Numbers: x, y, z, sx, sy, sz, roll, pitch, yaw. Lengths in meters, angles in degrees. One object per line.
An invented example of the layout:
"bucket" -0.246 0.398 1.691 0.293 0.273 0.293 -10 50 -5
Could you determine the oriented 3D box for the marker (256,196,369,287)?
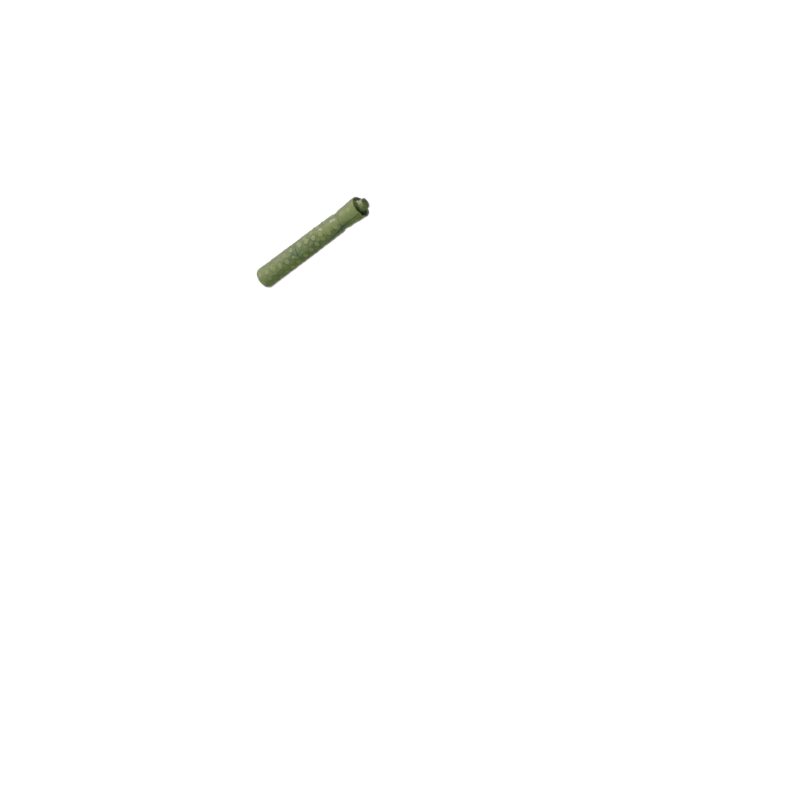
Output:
"marker" -0.070 -0.128 0.898 0.120 0.021 0.019 -31 -15 32
